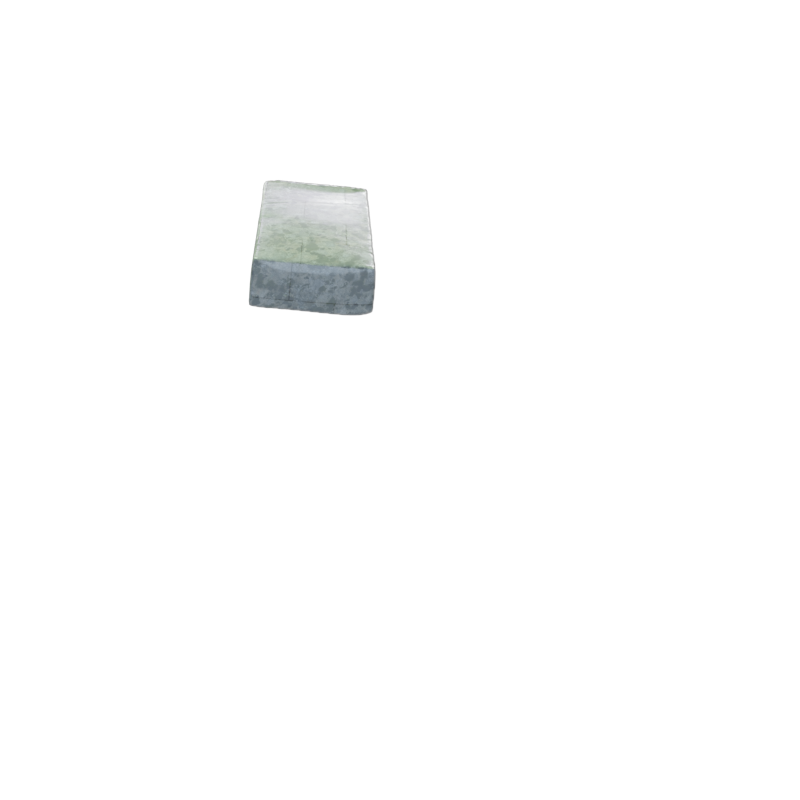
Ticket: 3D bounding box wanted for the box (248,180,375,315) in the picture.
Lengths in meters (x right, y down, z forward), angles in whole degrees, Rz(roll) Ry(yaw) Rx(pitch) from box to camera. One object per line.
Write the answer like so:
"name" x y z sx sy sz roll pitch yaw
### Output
"box" -0.070 -0.127 0.890 0.093 0.045 0.187 4 30 -6
